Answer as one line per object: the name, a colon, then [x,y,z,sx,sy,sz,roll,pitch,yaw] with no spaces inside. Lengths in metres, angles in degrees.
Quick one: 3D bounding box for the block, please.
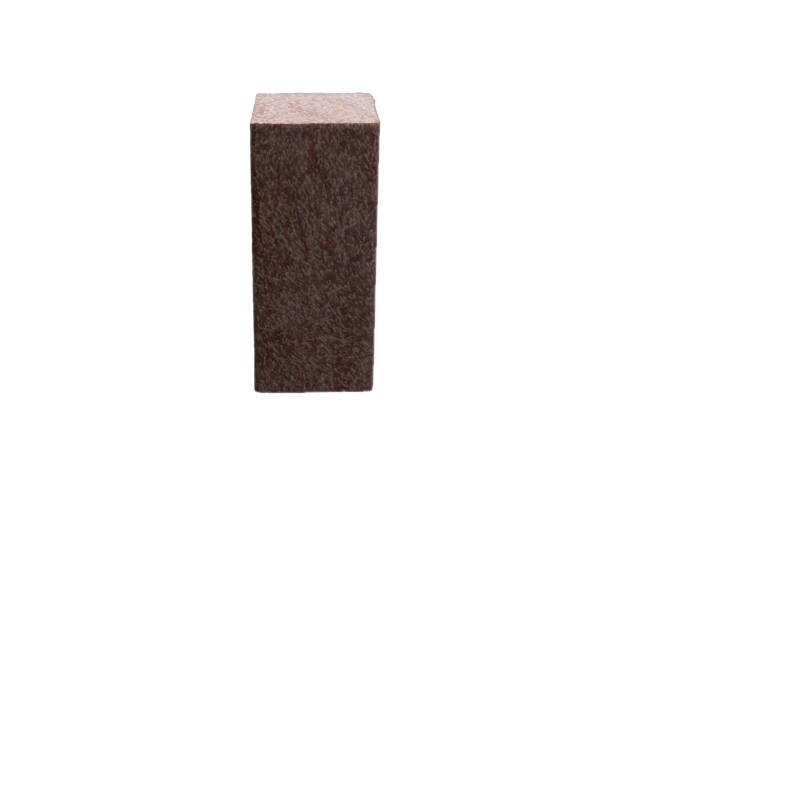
block: [-0.064,-0.118,0.825,0.090,0.196,0.095,0,22,-3]
